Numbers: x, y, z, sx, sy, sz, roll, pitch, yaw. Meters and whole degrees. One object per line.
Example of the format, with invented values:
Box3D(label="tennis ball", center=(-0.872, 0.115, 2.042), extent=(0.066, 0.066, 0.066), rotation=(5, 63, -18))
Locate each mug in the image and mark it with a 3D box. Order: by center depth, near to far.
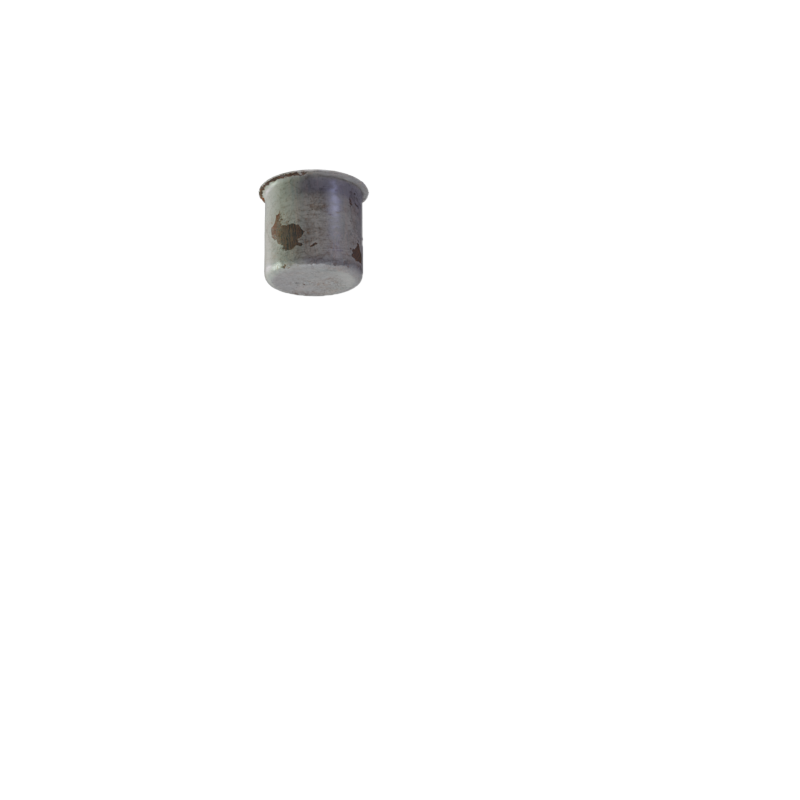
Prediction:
Box3D(label="mug", center=(-0.073, -0.133, 0.935), extent=(0.093, 0.085, 0.113), rotation=(1, -16, -4))
